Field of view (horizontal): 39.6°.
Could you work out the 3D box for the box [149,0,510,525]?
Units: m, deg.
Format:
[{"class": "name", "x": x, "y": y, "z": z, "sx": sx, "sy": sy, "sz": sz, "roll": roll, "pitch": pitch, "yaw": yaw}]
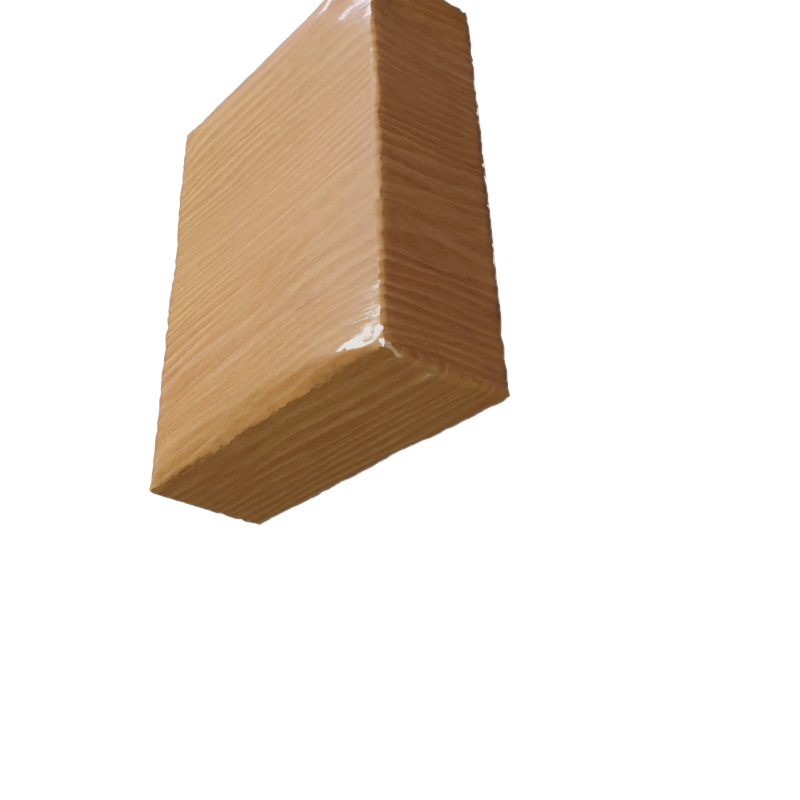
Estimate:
[{"class": "box", "x": -0.040, "y": -0.073, "z": 0.515, "sx": 0.068, "sy": 0.228, "sz": 0.163, "roll": 24, "pitch": -40, "yaw": -35}]
